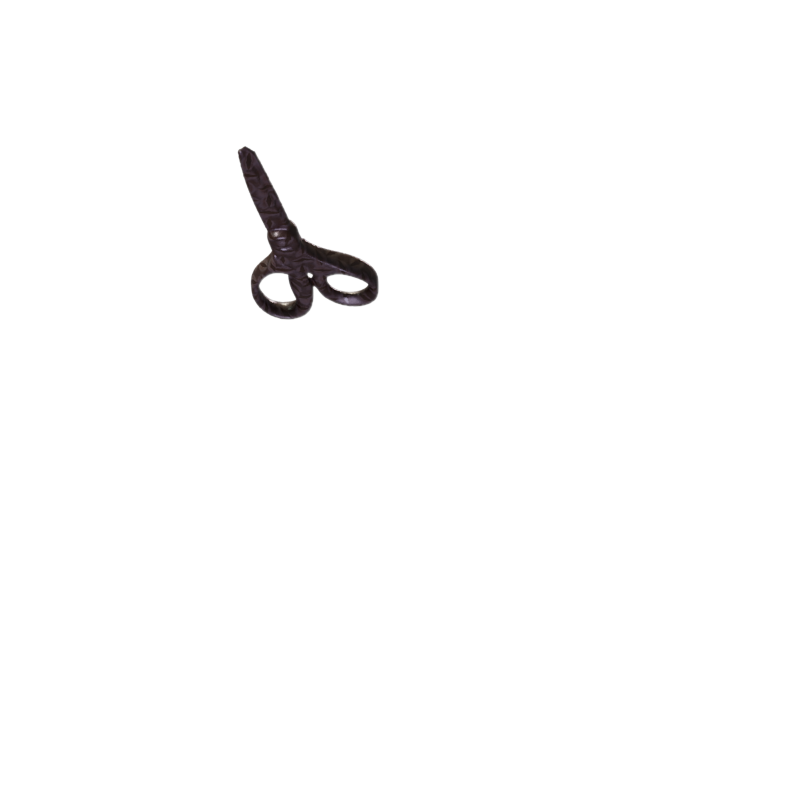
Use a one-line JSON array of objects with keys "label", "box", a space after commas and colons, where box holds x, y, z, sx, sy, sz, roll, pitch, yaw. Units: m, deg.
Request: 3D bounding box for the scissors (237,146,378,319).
[{"label": "scissors", "box": [-0.055, -0.100, 0.702, 0.095, 0.017, 0.192, 3, -23, -6]}]
